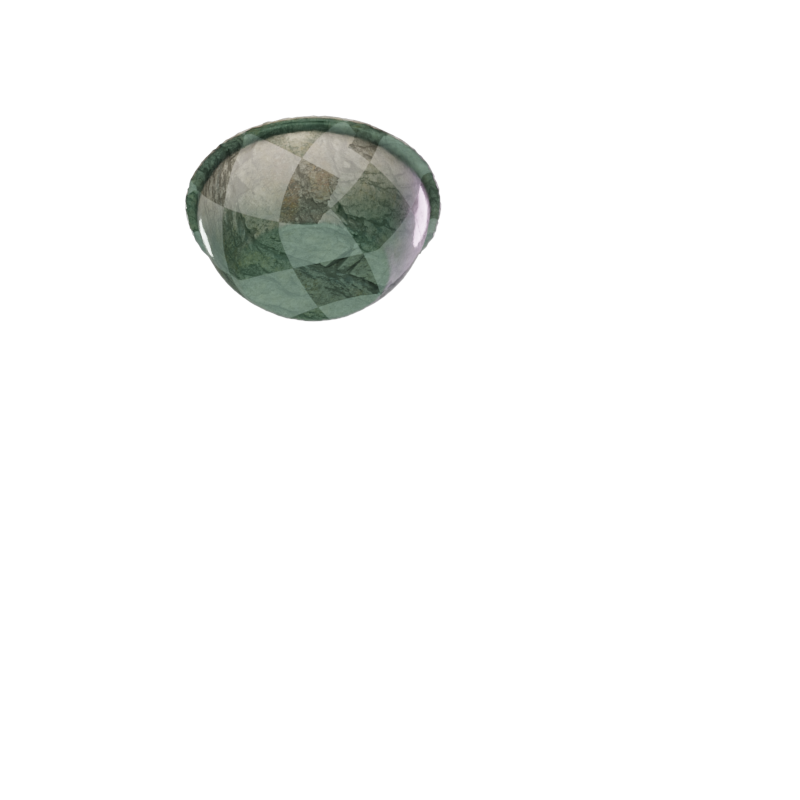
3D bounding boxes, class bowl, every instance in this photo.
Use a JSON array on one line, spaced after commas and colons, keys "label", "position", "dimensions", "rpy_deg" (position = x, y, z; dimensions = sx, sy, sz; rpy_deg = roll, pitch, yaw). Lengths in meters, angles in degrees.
[{"label": "bowl", "position": [-0.054, -0.098, 0.684], "dimensions": [0.162, 0.059, 0.151], "rpy_deg": [1, -37, -2]}]
